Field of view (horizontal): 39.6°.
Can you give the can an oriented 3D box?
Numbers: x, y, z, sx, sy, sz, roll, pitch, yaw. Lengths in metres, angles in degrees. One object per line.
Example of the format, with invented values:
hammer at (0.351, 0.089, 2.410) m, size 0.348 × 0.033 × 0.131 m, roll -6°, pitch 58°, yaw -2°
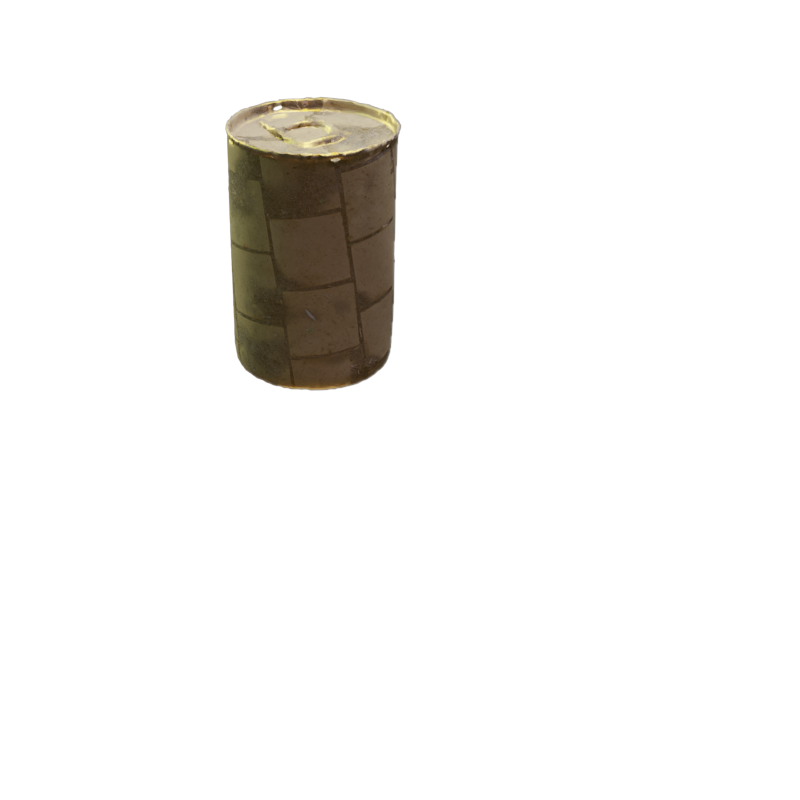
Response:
can at (-0.035, -0.064, 0.450) m, size 0.068 × 0.097 × 0.073 m, roll 0°, pitch 28°, yaw -2°
